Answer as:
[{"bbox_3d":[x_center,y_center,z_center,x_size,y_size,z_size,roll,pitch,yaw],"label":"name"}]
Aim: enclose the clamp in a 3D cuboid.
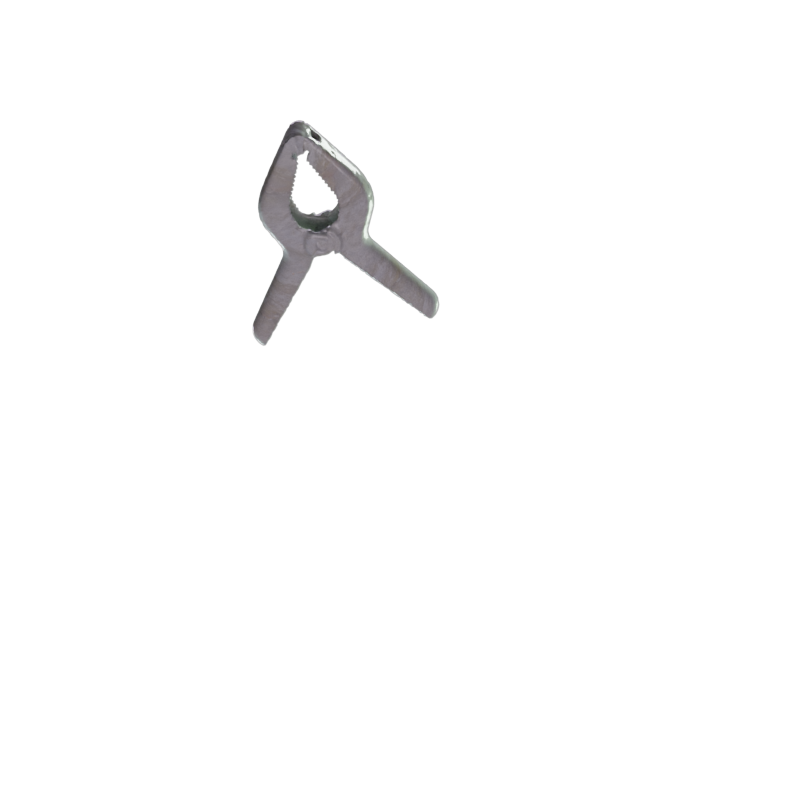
[{"bbox_3d":[-0.072,-0.132,0.926,0.165,0.195,0.039,-15,34,10],"label":"clamp"}]
